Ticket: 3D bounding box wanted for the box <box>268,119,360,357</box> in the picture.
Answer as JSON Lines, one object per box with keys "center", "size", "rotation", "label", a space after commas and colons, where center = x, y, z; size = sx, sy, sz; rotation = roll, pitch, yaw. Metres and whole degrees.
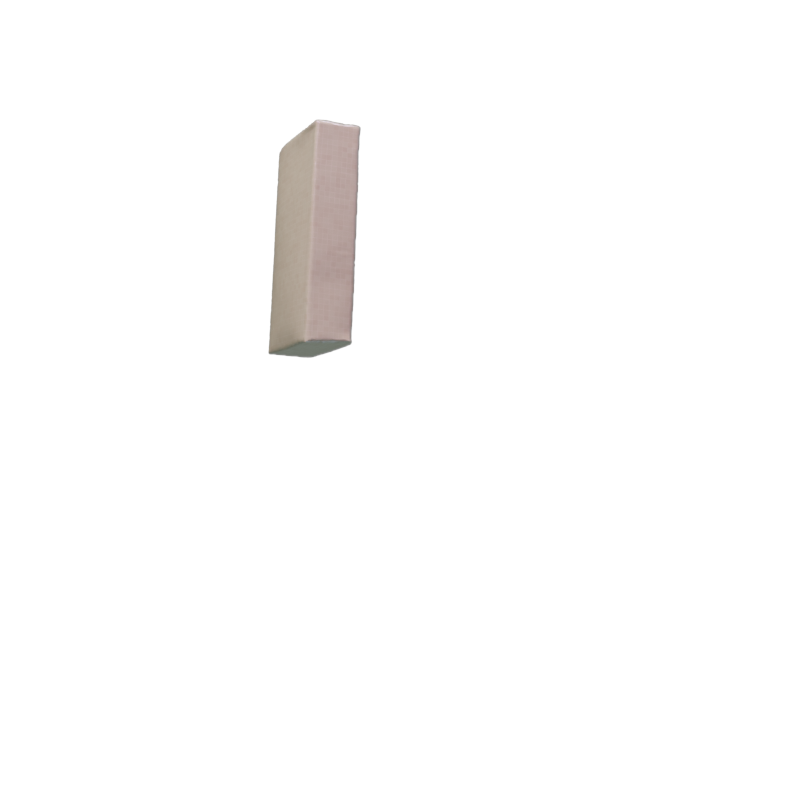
{"center": [-0.070, -0.127, 0.889], "size": [0.046, 0.181, 0.094], "rotation": [4, -12, -24], "label": "box"}
